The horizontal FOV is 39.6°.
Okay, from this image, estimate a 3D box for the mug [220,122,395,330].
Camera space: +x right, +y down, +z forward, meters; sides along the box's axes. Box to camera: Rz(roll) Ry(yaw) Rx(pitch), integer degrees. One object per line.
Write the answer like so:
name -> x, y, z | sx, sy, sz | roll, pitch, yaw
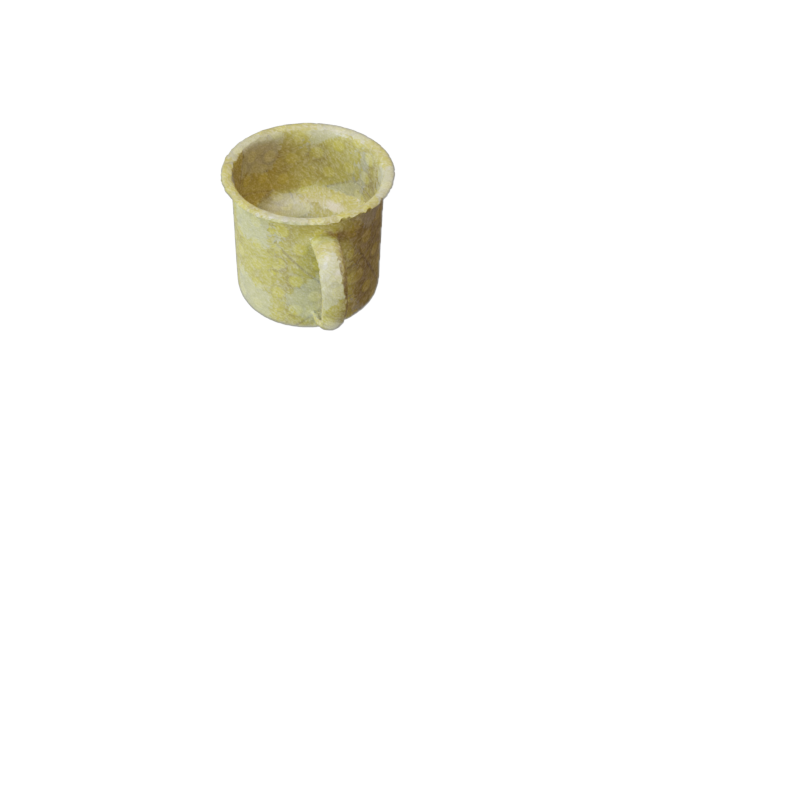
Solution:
mug -> -0.048, -0.087, 0.607 | 0.092, 0.076, 0.127 | -10, 44, -13
